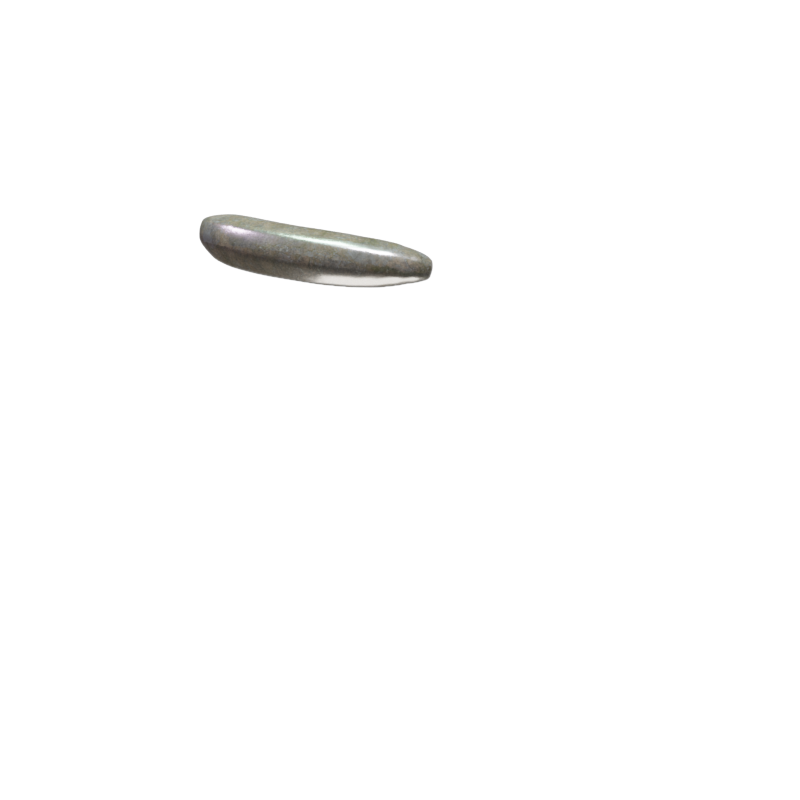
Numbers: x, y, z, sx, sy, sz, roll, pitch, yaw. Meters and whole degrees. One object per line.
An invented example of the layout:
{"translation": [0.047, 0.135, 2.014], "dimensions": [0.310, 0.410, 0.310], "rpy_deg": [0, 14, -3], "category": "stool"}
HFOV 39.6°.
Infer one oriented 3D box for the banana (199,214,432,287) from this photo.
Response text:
{"translation": [-0.075, -0.108, 0.777], "dimensions": [0.208, 0.035, 0.069], "rpy_deg": [17, 26, 34], "category": "banana"}
